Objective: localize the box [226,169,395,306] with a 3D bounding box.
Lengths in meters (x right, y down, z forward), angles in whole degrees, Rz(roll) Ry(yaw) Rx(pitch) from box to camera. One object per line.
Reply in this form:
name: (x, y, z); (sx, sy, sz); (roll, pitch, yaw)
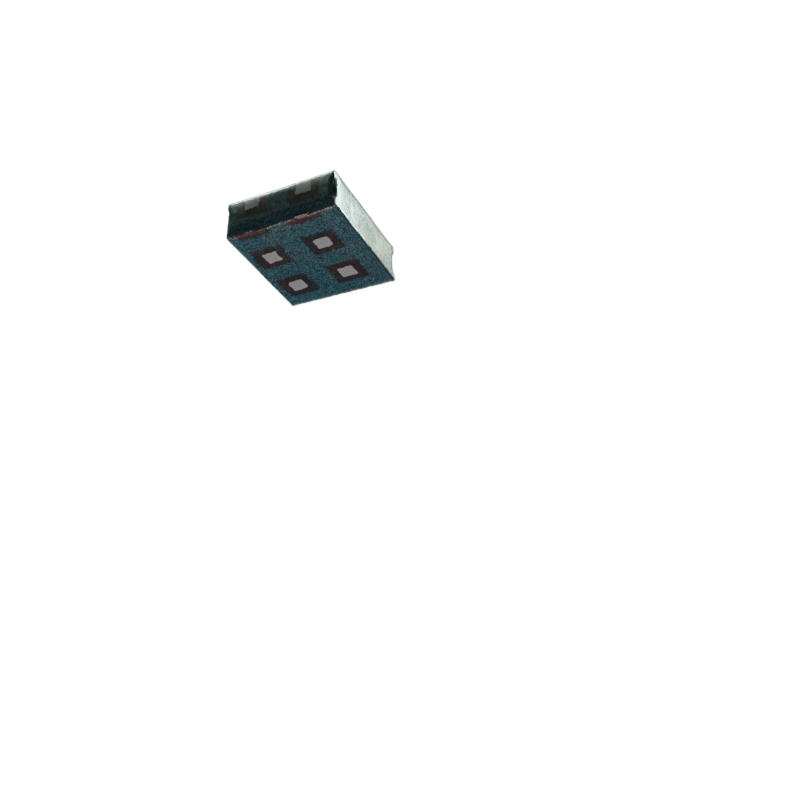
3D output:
box: (-0.053, -0.097, 0.682); (0.074, 0.032, 0.082); (-14, -33, 22)
